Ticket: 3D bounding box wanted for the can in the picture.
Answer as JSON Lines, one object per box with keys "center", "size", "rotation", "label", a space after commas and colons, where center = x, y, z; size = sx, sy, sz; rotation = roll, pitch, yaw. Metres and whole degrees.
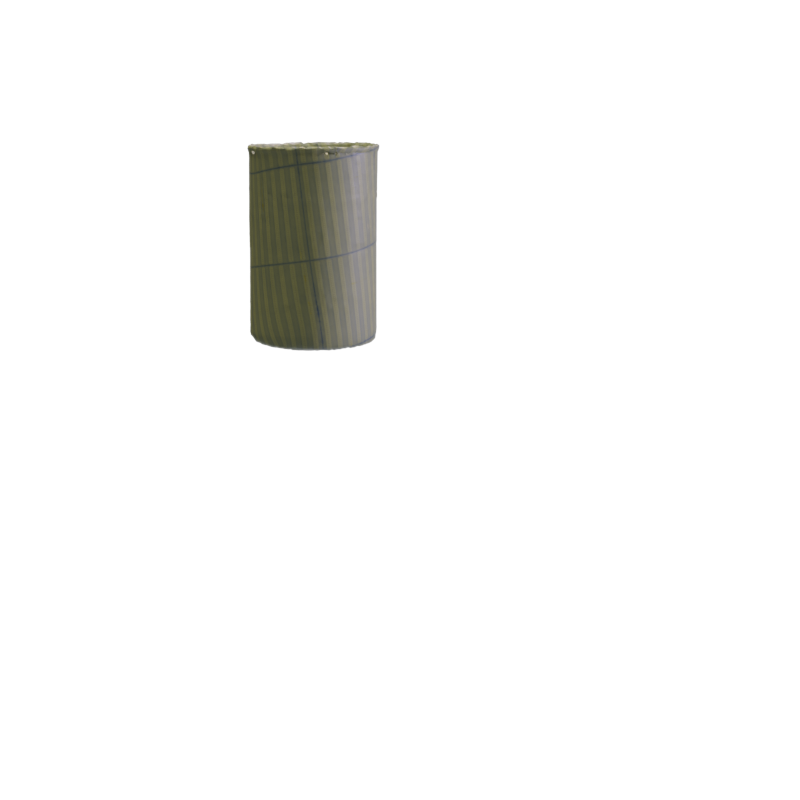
{"center": [-0.045, -0.083, 0.579], "size": [0.068, 0.100, 0.070], "rotation": [0, 10, -2], "label": "can"}
